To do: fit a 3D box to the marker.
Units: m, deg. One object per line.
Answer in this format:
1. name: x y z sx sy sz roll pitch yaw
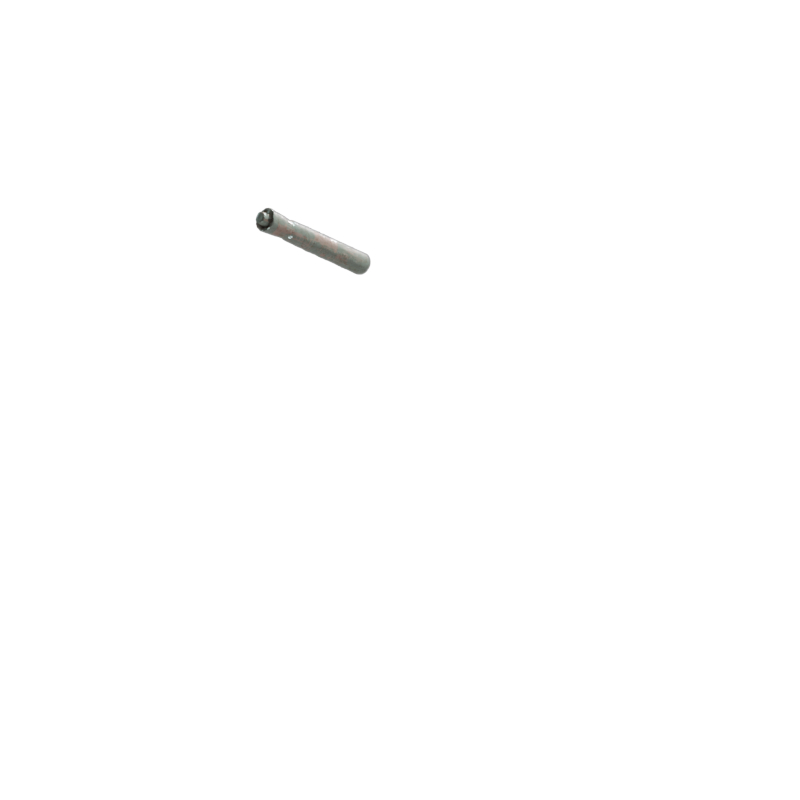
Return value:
1. marker: -0.068 -0.124 0.867 0.021 0.020 0.113 4 -10 42
